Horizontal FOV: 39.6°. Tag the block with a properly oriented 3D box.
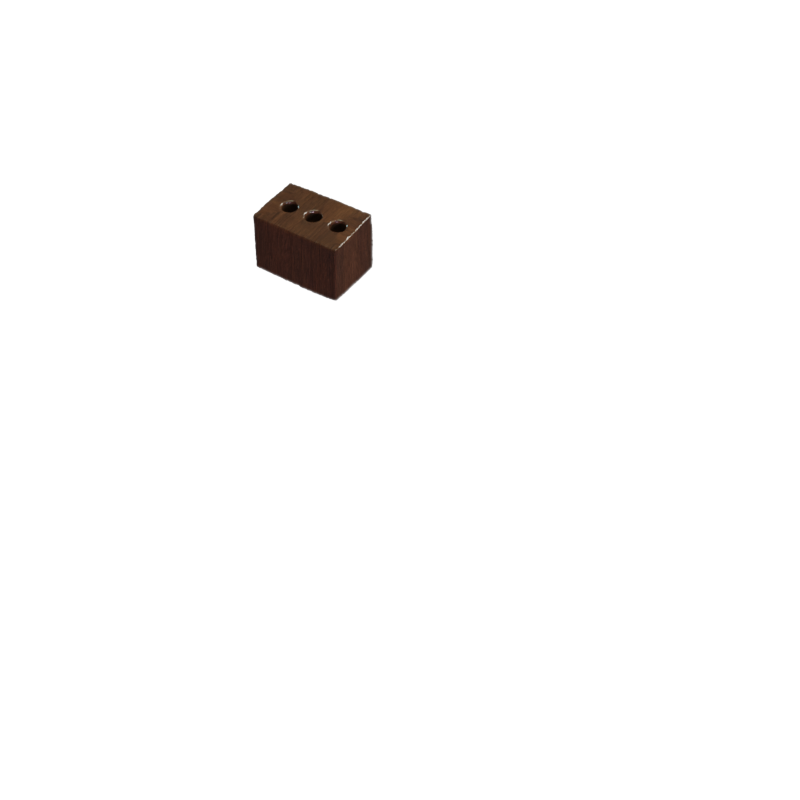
[{"bbox_3d":[-0.067,-0.121,0.851,0.082,0.048,0.054,24,47,23],"label":"block"}]
